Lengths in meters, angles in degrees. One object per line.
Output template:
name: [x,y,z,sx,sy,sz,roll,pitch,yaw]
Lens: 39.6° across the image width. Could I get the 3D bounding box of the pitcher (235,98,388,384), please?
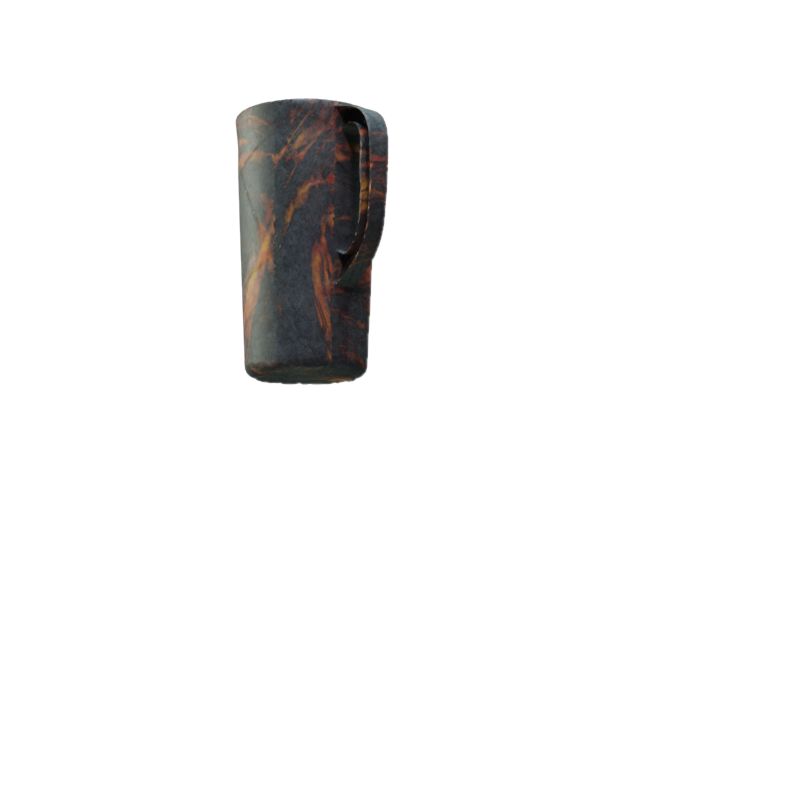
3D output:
pitcher: [-0.077,-0.141,0.985,0.146,0.250,0.144,-2,-11,6]
